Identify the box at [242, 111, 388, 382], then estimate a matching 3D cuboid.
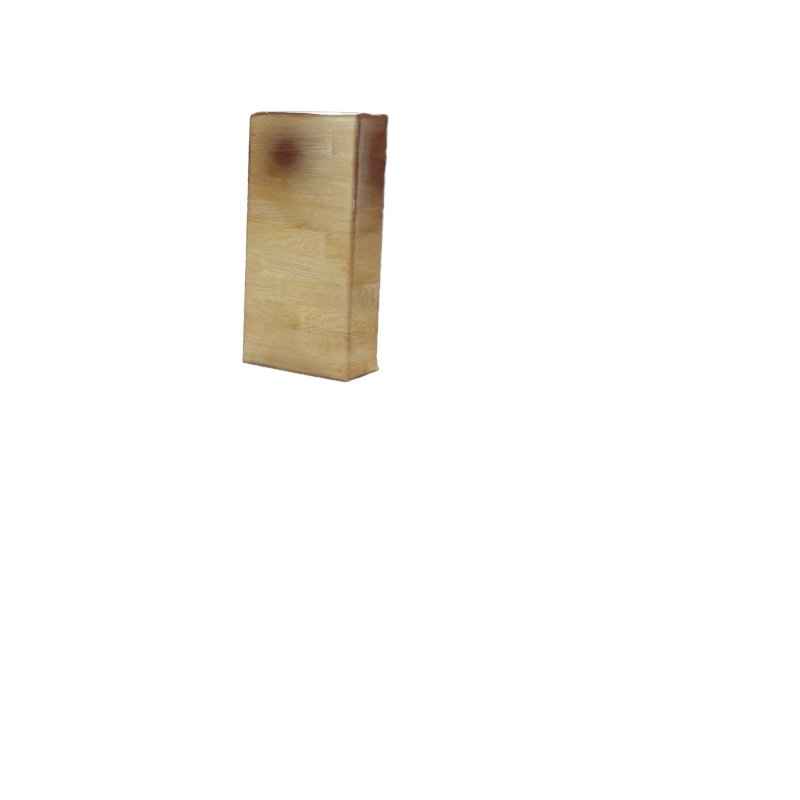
[{"bbox_3d":[-0.059,-0.108,0.754,0.097,0.173,0.047,7,10,34],"label":"box"}]
